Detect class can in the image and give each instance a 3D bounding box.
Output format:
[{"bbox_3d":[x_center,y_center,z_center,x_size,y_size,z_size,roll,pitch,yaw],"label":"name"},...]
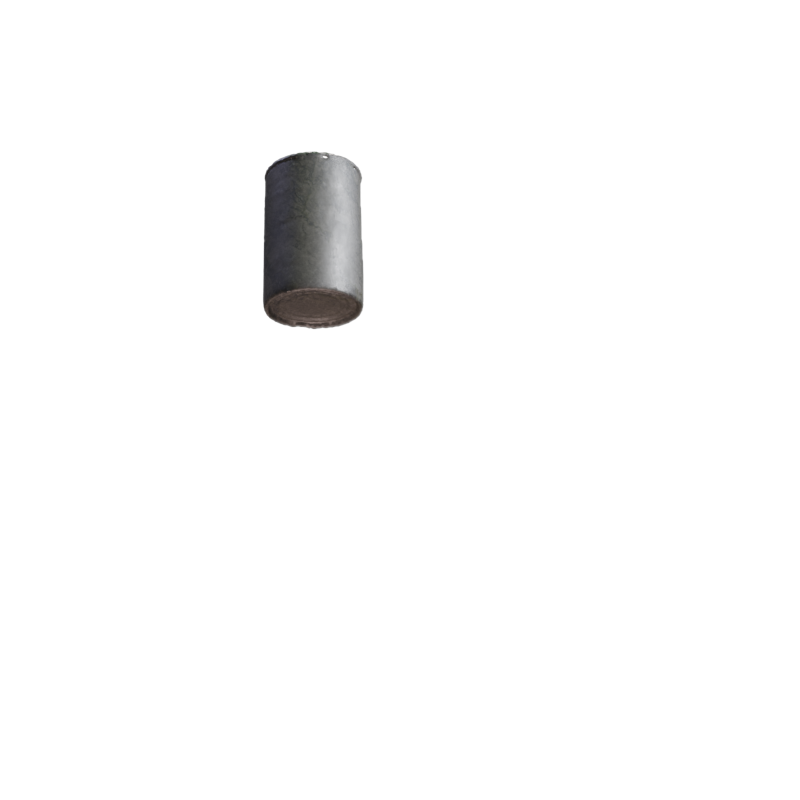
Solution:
[{"bbox_3d":[-0.059,-0.107,0.750,0.068,0.108,0.065,0,-25,-2],"label":"can"}]
